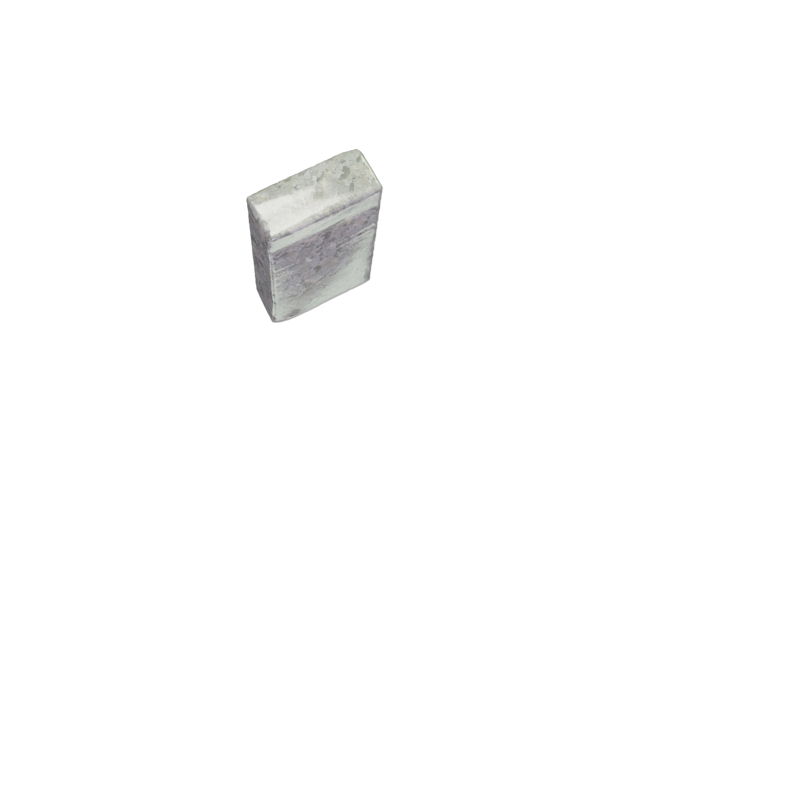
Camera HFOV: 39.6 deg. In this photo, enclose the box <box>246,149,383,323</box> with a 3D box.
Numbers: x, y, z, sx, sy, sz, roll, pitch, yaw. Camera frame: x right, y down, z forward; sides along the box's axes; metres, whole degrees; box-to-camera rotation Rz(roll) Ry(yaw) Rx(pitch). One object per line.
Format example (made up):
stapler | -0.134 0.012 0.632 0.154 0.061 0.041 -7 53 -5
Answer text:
box | -0.067 -0.123 0.857 0.093 0.050 0.168 -27 -16 -12
